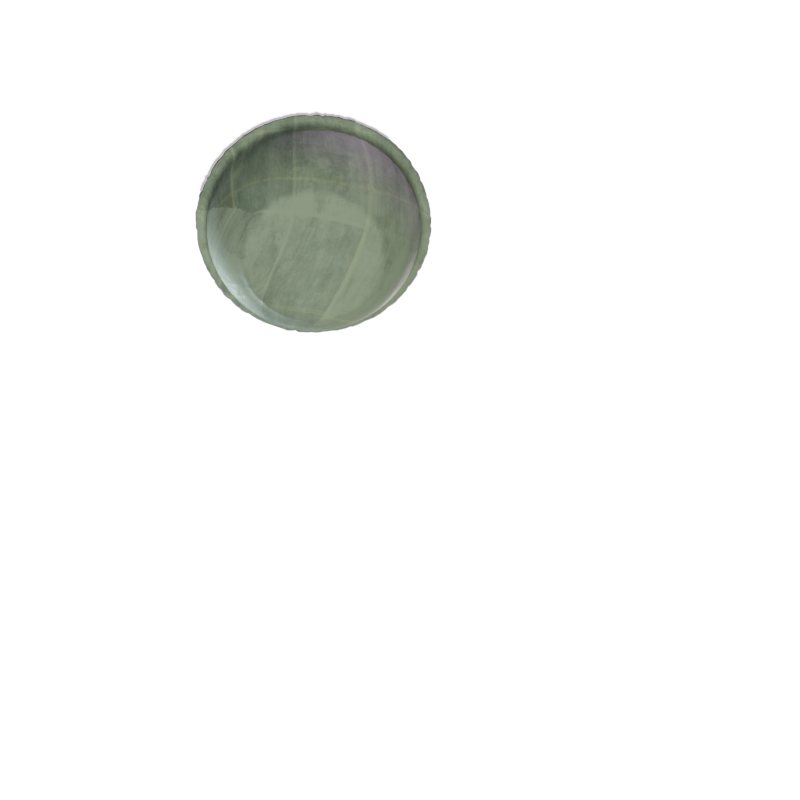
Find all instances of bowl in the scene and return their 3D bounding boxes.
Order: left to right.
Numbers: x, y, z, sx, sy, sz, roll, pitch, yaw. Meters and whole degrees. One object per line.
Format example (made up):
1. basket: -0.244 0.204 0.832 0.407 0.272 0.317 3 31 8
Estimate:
1. bowl: -0.058 -0.105 0.737 0.162 0.154 0.058 1 25 -1
